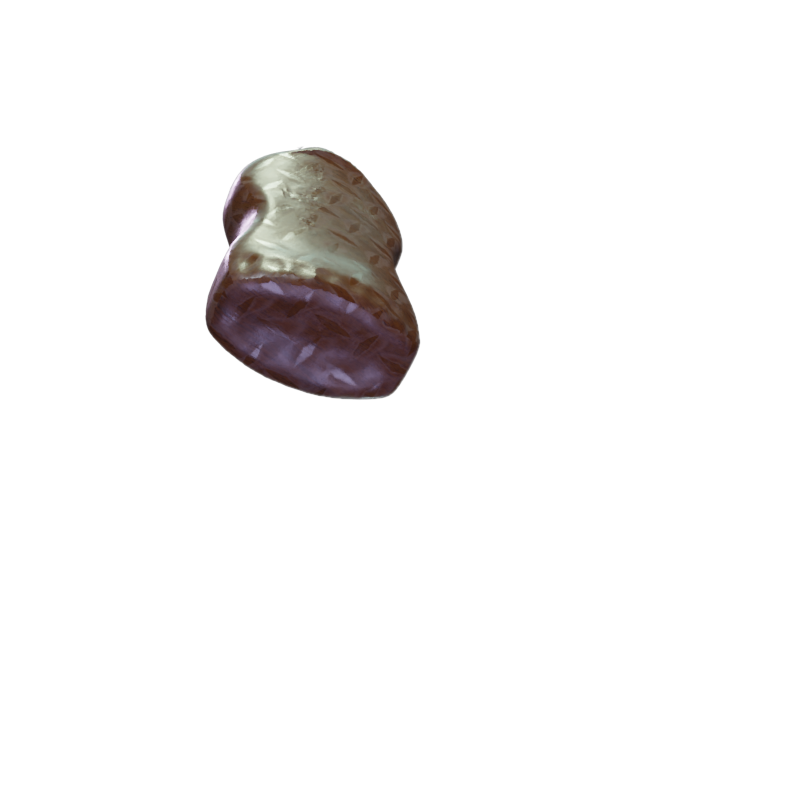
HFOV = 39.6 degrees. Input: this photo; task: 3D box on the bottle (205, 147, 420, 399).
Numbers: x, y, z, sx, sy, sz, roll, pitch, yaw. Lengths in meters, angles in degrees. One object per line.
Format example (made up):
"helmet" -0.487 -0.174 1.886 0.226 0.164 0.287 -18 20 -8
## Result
"bottle" -0.044 -0.082 0.571 0.094 0.056 0.204 17 31 -14
